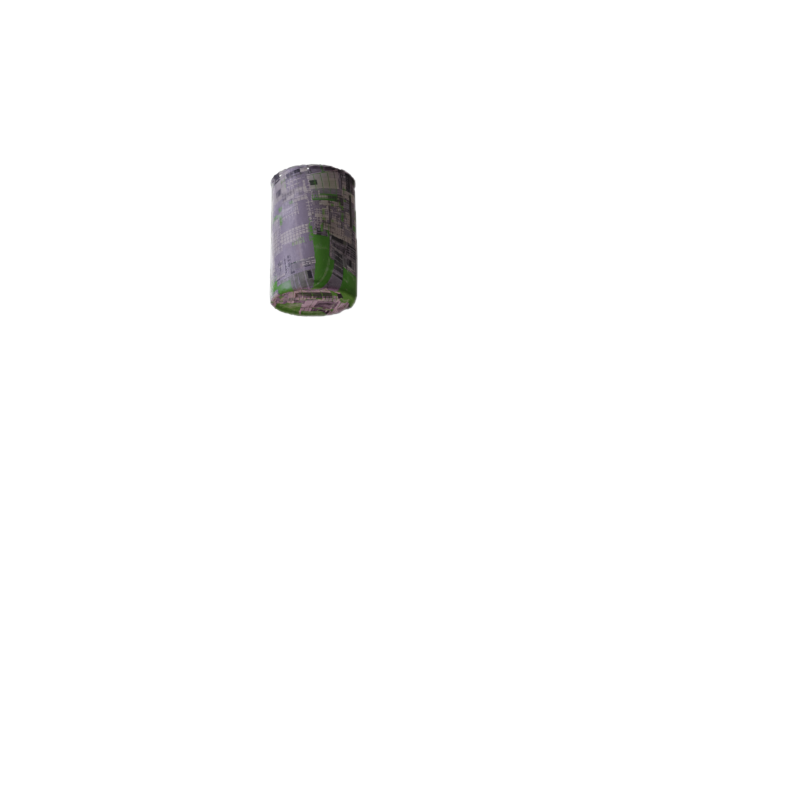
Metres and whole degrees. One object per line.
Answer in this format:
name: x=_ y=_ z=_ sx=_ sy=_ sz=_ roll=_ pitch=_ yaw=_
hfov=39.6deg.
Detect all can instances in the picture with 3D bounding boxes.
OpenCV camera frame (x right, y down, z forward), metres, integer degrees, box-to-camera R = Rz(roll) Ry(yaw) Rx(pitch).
can: x=-0.068 y=-0.123 z=0.864 sx=0.068 sy=0.107 sz=0.065 roll=0 pitch=-20 yaw=-2
